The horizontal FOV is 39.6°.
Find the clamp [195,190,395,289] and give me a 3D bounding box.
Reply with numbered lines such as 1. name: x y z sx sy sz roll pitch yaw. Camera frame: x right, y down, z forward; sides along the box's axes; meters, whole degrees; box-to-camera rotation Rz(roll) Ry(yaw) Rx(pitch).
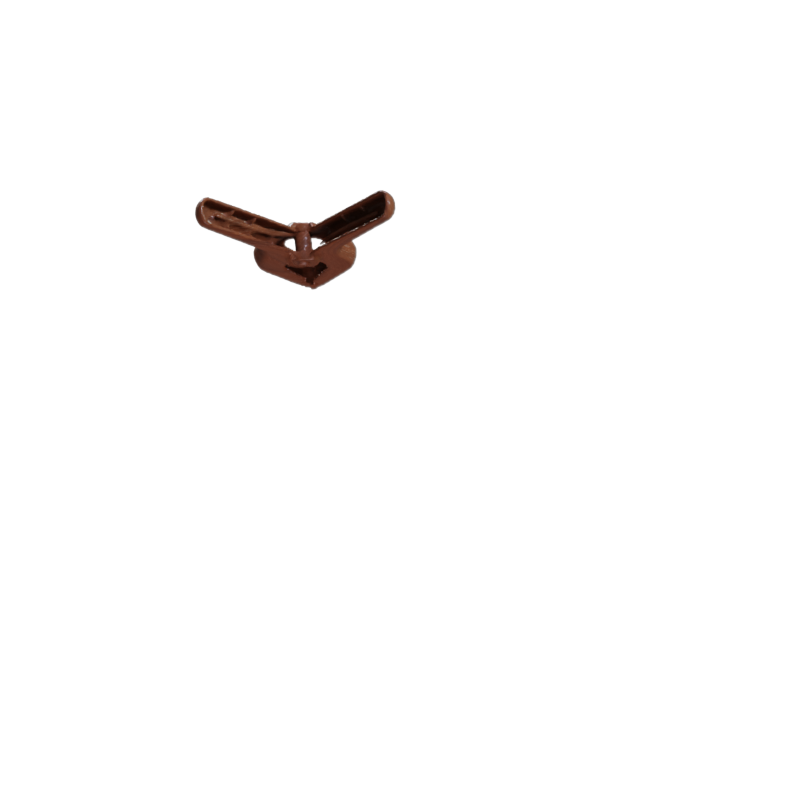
1. clamp: -0.078 -0.142 0.993 0.166 0.038 0.200 -2 -11 8
